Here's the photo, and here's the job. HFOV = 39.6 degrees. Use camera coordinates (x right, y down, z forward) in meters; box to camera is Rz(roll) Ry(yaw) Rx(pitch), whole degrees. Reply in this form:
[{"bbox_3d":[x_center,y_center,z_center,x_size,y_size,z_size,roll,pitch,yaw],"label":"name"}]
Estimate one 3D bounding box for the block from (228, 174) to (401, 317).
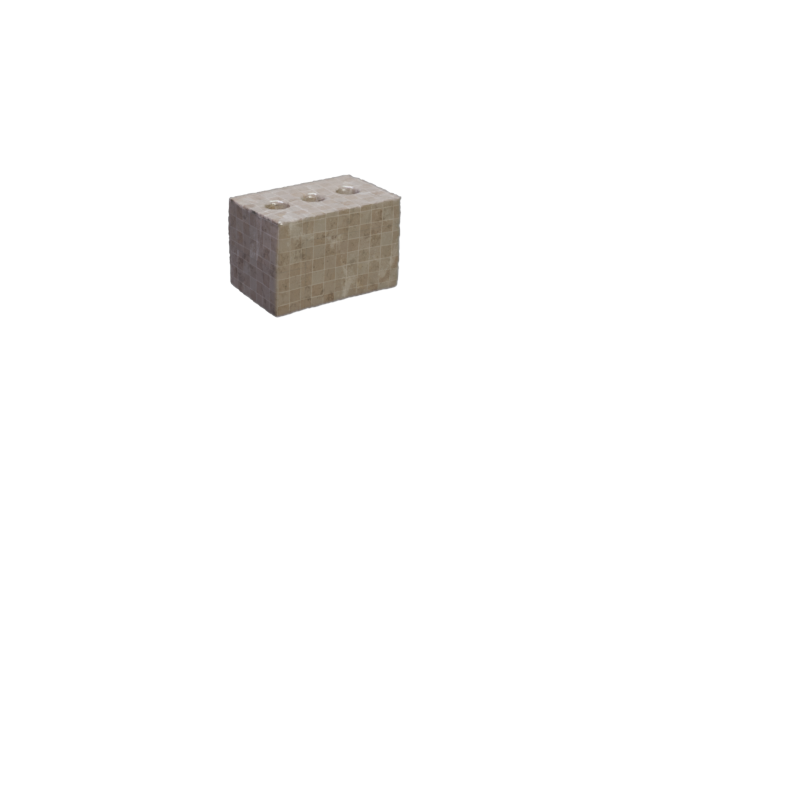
[{"bbox_3d":[-0.046,-0.084,0.587,0.077,0.049,0.056,-17,31,-32],"label":"block"}]
